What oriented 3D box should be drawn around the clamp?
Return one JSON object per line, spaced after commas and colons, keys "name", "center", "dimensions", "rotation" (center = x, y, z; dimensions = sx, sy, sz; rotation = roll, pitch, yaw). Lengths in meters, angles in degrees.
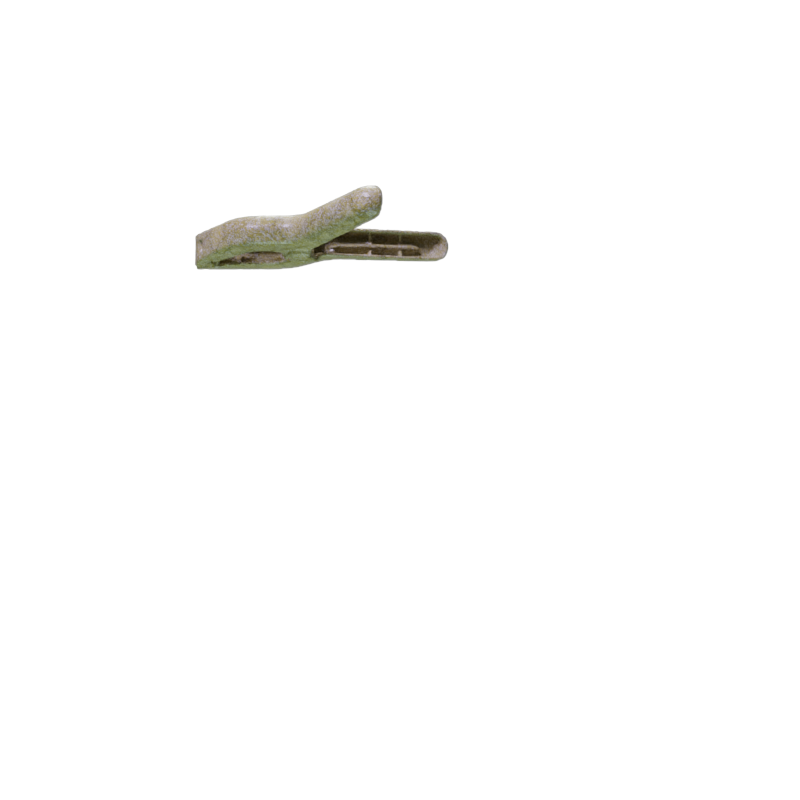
{"name": "clamp", "center": [-0.072, -0.132, 0.922], "dimensions": [0.215, 0.037, 0.156], "rotation": [-5, -10, 29]}
